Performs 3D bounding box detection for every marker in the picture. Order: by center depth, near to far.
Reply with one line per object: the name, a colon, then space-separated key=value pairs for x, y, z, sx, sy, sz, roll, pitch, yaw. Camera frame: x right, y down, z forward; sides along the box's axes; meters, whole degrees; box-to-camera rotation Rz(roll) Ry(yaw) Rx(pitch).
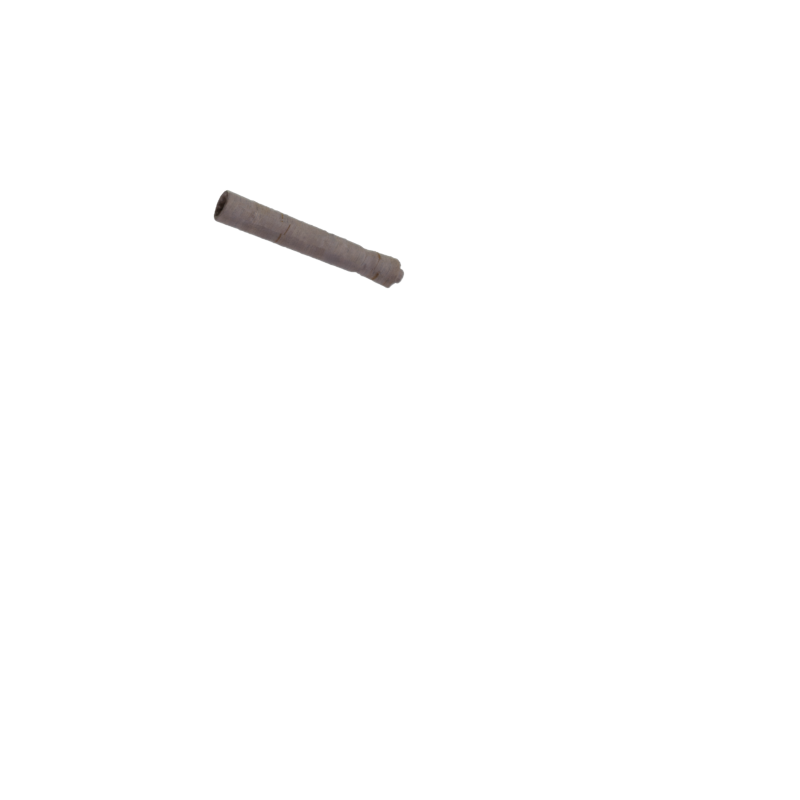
marker: x=-0.051 y=-0.093 z=0.649 sx=0.116 sy=0.020 sz=0.020 roll=19 pitch=-4 yaw=-21
